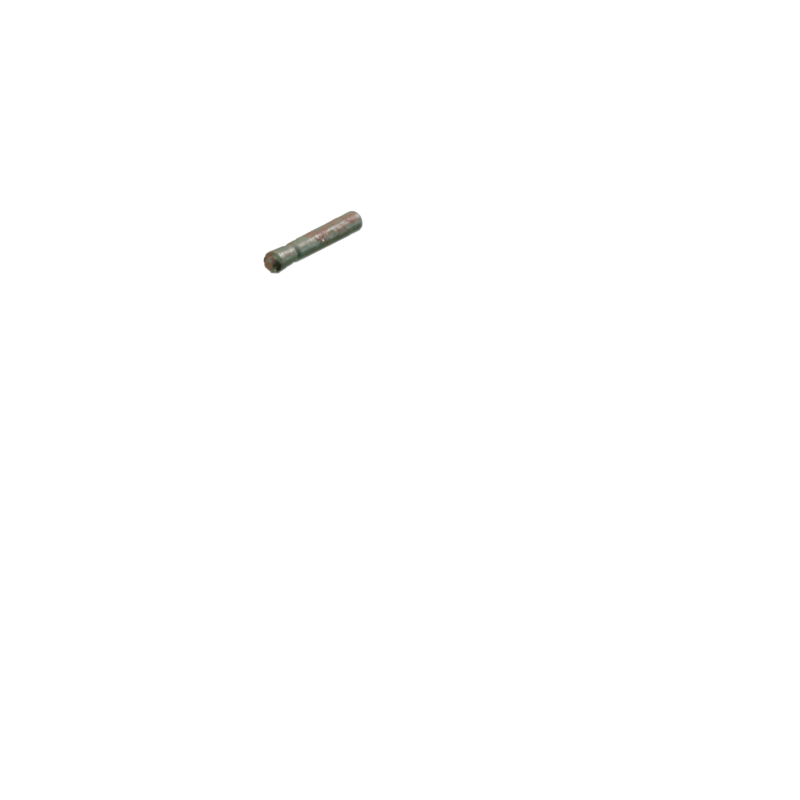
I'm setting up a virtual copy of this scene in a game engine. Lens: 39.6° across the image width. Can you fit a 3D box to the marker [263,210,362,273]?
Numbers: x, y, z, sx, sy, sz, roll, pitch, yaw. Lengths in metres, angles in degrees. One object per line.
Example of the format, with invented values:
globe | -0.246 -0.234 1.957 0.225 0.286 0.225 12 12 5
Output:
marker | -0.071 -0.130 0.913 0.020 0.019 0.121 2 25 34
